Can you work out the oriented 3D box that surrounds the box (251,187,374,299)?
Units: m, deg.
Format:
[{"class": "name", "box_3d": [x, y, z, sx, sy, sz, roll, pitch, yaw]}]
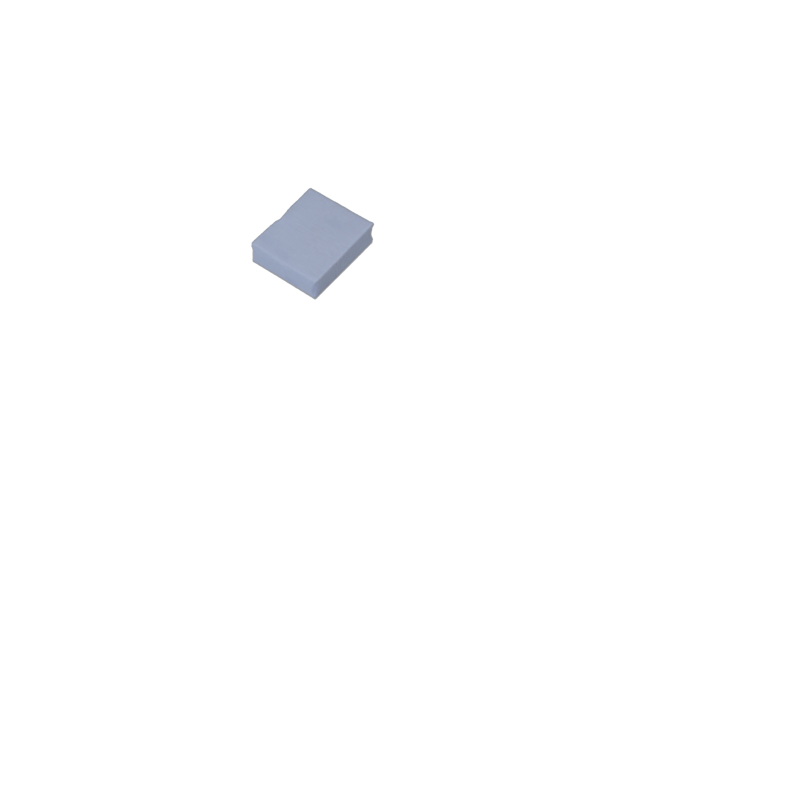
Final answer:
[{"class": "box", "box_3d": [-0.078, -0.142, 0.993, 0.077, 0.091, 0.028, 31, -32, 21]}]
